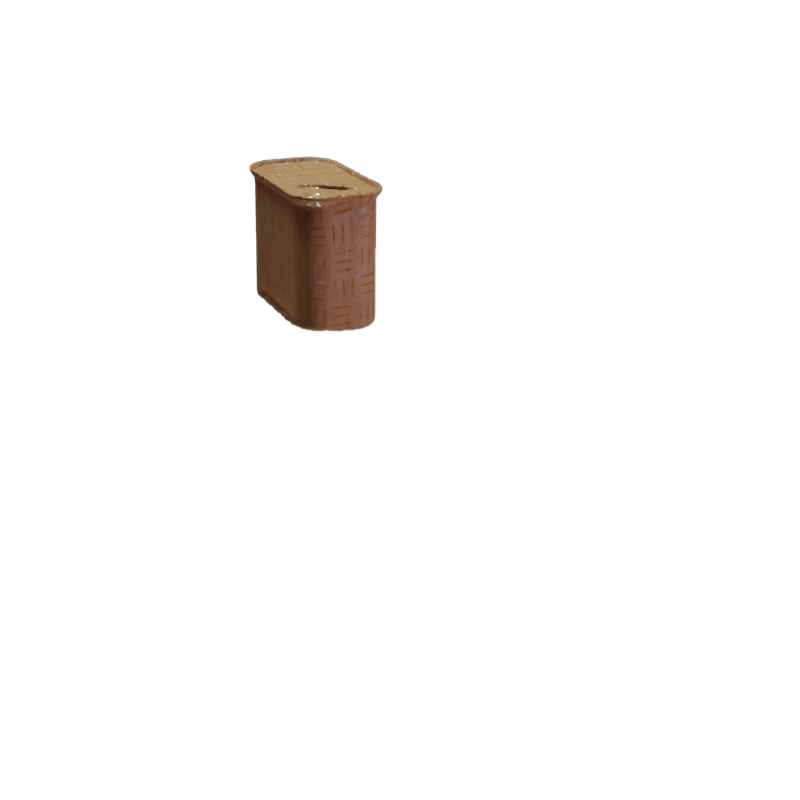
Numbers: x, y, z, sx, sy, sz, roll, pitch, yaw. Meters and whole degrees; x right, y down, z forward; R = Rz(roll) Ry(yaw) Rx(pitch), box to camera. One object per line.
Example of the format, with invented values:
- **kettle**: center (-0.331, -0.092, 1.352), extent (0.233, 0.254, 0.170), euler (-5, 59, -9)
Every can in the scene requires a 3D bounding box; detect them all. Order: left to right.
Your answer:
- **can**: center (-0.053, -0.096, 0.673), extent (0.056, 0.080, 0.109), euler (-8, 23, -23)
